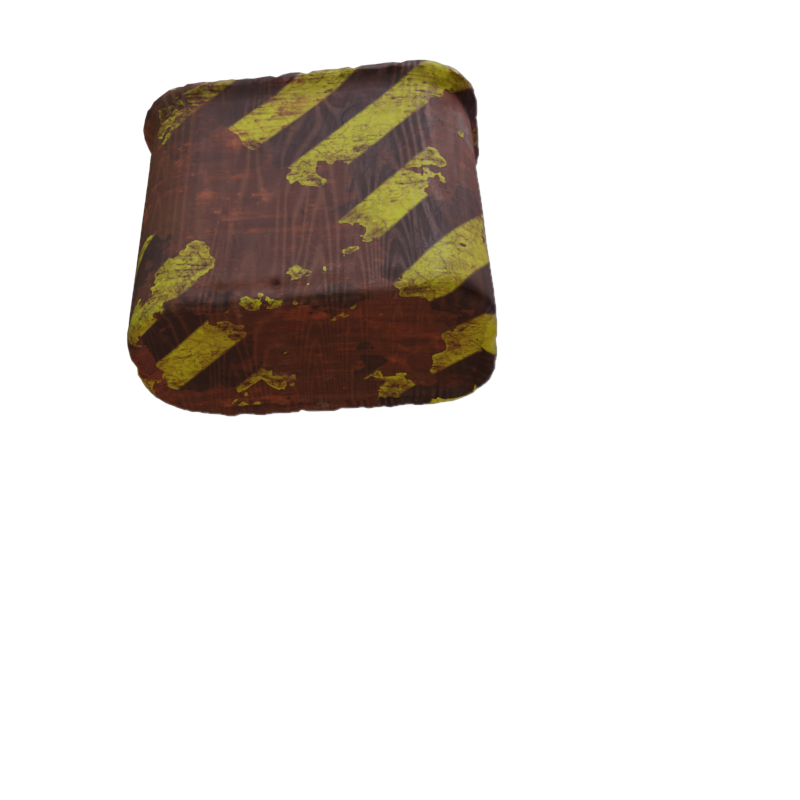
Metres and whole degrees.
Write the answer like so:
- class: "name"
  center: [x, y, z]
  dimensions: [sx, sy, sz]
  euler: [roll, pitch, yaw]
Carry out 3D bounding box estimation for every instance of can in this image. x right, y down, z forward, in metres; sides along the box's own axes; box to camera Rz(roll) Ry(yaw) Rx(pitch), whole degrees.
- class: "can"
  center: [-0.025, -0.045, 0.317]
  dimensions: [0.102, 0.090, 0.053]
  euler: [-5, -38, 4]
